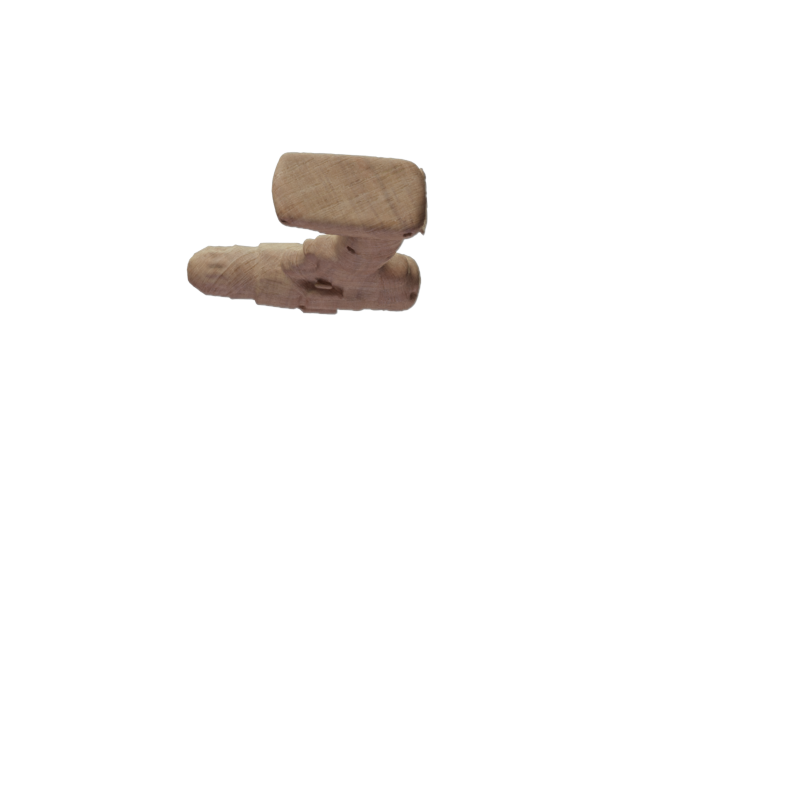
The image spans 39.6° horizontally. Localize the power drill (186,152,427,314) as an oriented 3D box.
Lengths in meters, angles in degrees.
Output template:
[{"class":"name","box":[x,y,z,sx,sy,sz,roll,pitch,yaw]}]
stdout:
[{"class":"power drill","box":[-0.064,-0.116,0.815,0.182,0.060,0.182,2,-15,-8]}]
